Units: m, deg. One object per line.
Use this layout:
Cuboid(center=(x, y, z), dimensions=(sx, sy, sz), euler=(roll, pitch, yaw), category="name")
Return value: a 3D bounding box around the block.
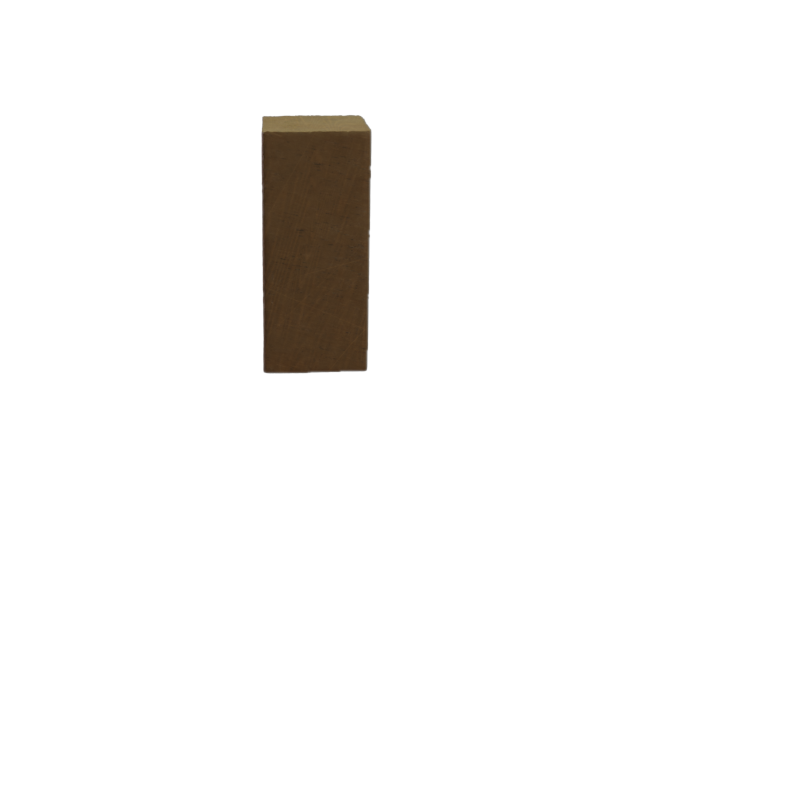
Cuboid(center=(-0.074, -0.136, 0.951), dimensions=(0.090, 0.199, 0.095), euler=(-1, 16, -5), category="block")
